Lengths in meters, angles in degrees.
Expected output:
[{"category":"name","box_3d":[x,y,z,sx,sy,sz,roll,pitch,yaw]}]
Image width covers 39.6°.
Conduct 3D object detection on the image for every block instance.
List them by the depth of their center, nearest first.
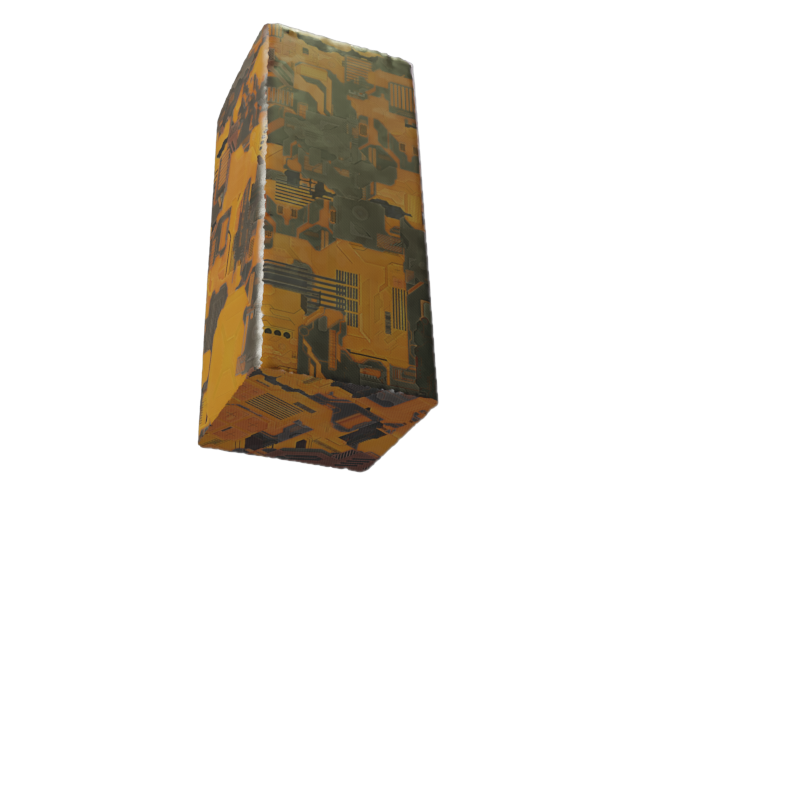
[{"category":"block","box_3d":[-0.045,-0.082,0.571,0.088,0.220,0.087,11,-34,-21]}]
